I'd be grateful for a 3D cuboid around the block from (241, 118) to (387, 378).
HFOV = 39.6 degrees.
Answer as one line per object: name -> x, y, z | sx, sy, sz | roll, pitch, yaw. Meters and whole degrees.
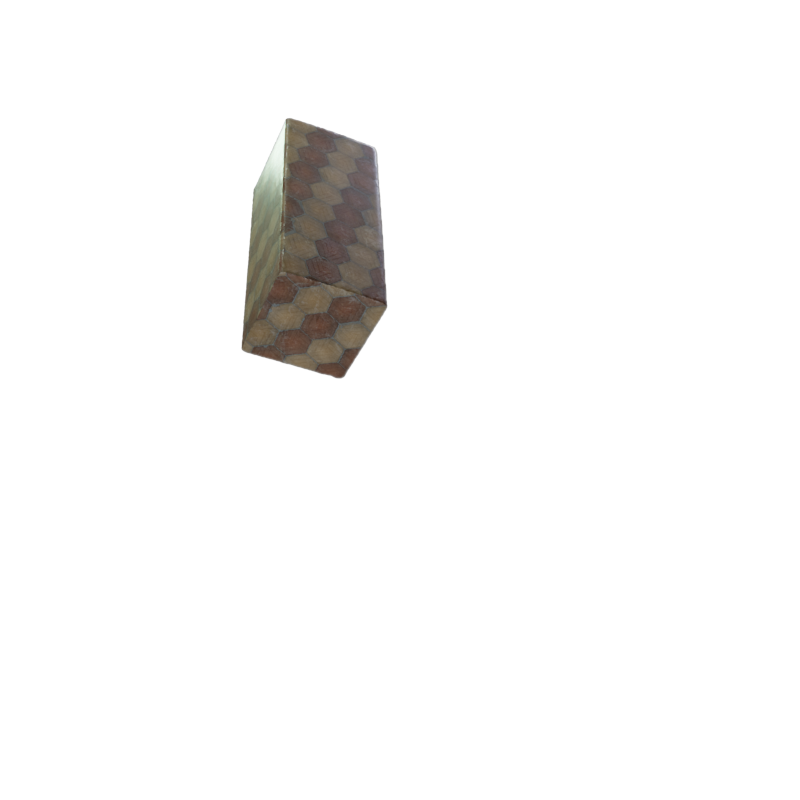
block -> -0.072, -0.132, 0.925 | 0.087, 0.221, 0.087 | 16, -49, -18
